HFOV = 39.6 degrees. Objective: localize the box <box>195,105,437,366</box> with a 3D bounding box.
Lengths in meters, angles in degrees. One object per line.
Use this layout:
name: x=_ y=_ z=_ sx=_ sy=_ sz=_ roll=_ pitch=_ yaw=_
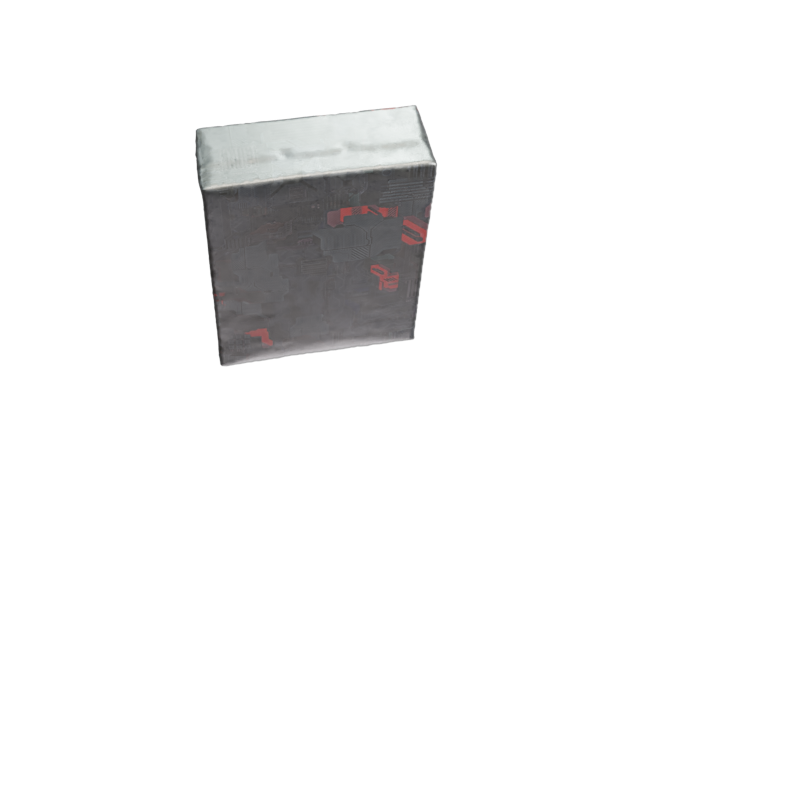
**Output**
box: x=-0.066 y=-0.121 z=0.848 sx=0.163 sy=0.077 sz=0.200 roll=-7 pitch=-35 yaw=-8
